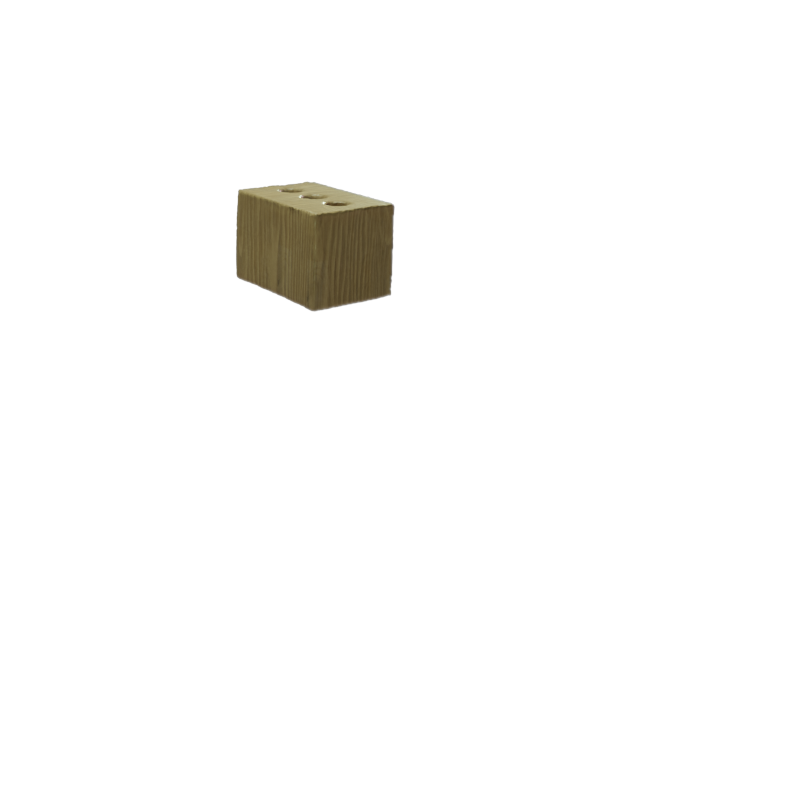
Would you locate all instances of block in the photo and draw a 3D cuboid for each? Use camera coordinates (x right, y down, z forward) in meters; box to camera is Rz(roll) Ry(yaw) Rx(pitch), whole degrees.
[{"bbox_3d":[-0.047,-0.085,0.595,0.051,0.049,0.083,-12,23,-35],"label":"block"}]
